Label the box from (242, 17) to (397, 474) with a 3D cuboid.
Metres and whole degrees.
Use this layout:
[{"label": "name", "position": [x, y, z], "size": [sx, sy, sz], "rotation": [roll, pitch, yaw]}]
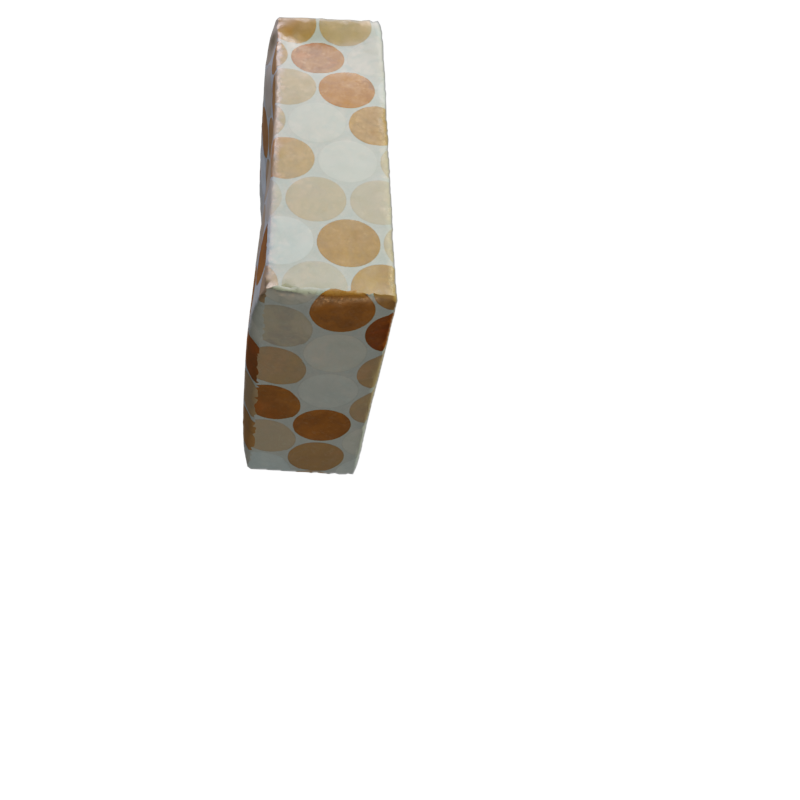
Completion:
[{"label": "box", "position": [-0.050, -0.092, 0.642], "size": [0.071, 0.229, 0.154], "rotation": [3, -38, -8]}]
